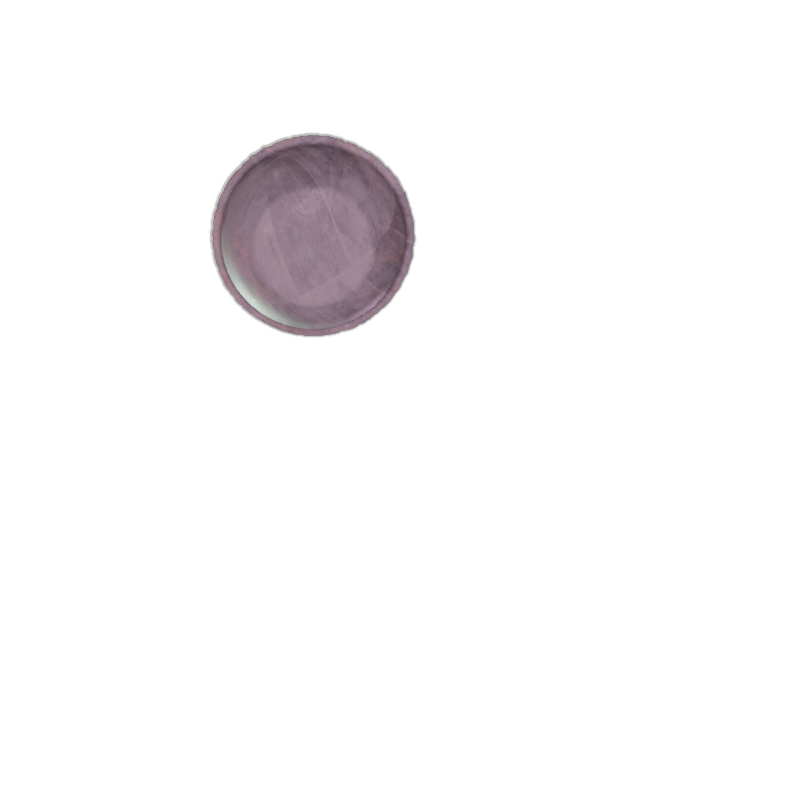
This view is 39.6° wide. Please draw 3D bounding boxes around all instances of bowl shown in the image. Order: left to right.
[{"bbox_3d":[-0.067,-0.122,0.854,0.162,0.158,0.056,0,10,-1],"label":"bowl"}]
